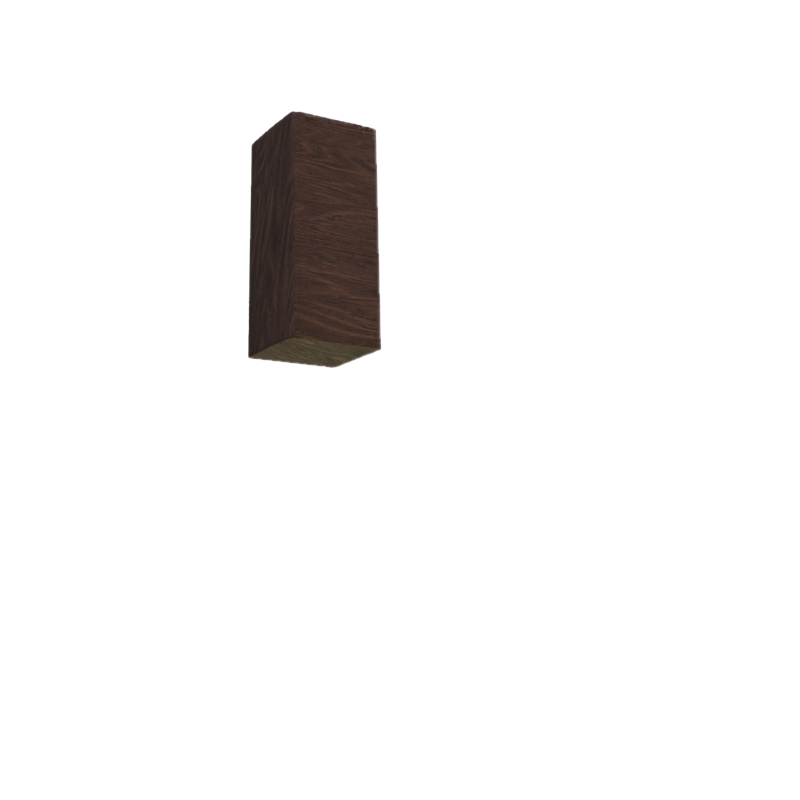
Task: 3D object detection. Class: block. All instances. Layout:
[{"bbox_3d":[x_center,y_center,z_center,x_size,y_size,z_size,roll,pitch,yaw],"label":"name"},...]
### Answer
[{"bbox_3d":[-0.078,-0.143,0.999,0.087,0.215,0.090,9,-20,-29],"label":"block"}]
